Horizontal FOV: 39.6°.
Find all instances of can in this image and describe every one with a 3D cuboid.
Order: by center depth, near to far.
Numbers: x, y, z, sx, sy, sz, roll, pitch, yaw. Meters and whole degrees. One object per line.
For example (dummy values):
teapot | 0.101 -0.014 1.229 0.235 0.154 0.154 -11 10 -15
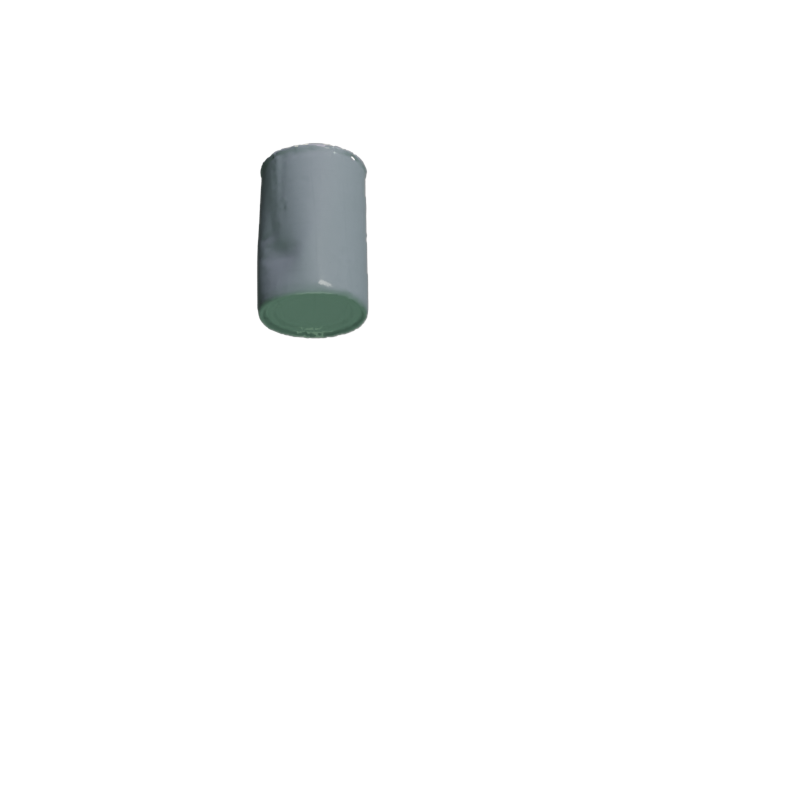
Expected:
can | -0.053 -0.097 0.682 0.068 0.108 0.065 0 -26 -2
